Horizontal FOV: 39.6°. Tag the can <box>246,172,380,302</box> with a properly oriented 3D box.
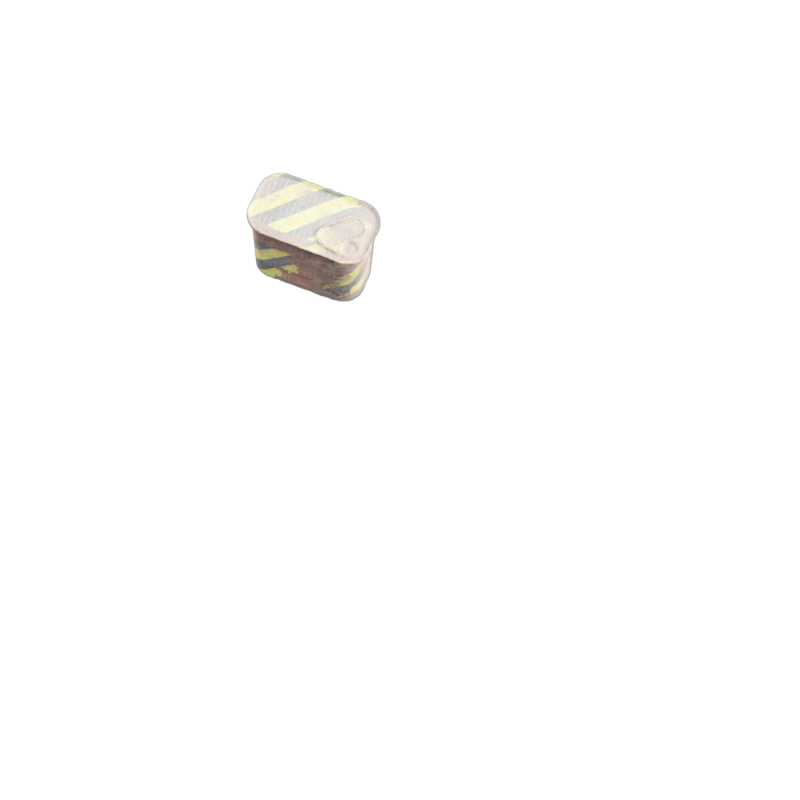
[{"bbox_3d":[-0.070,-0.128,0.896,0.104,0.060,0.079,21,-22,8],"label":"can"}]
